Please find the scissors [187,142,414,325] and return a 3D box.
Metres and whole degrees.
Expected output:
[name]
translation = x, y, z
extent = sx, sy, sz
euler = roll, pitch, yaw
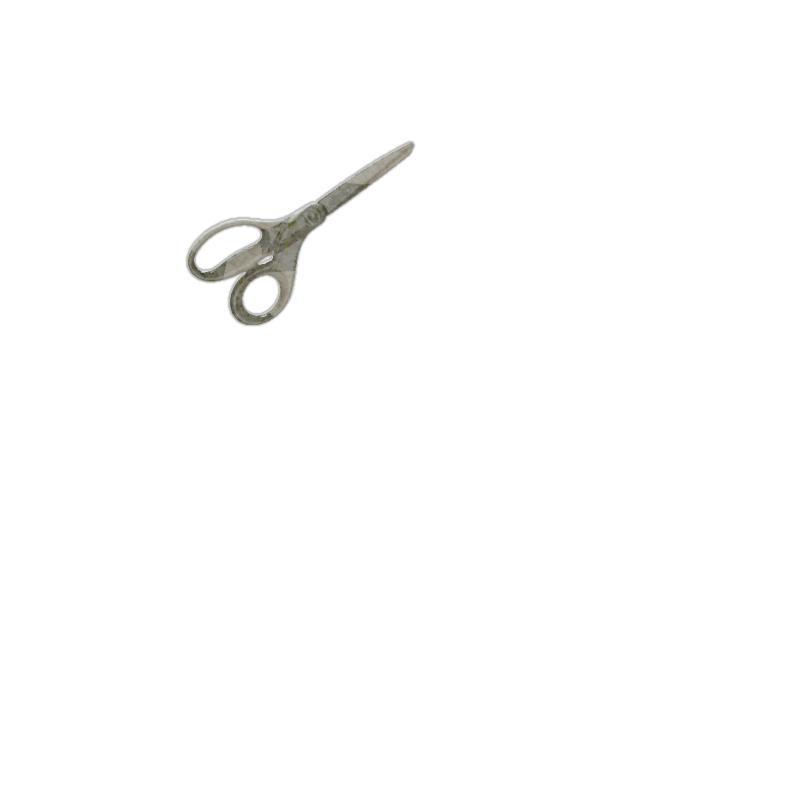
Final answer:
[scissors]
translation = -0.069, -0.126, 0.881
extent = 0.202, 0.094, 0.016
euler = -19, 7, 2
